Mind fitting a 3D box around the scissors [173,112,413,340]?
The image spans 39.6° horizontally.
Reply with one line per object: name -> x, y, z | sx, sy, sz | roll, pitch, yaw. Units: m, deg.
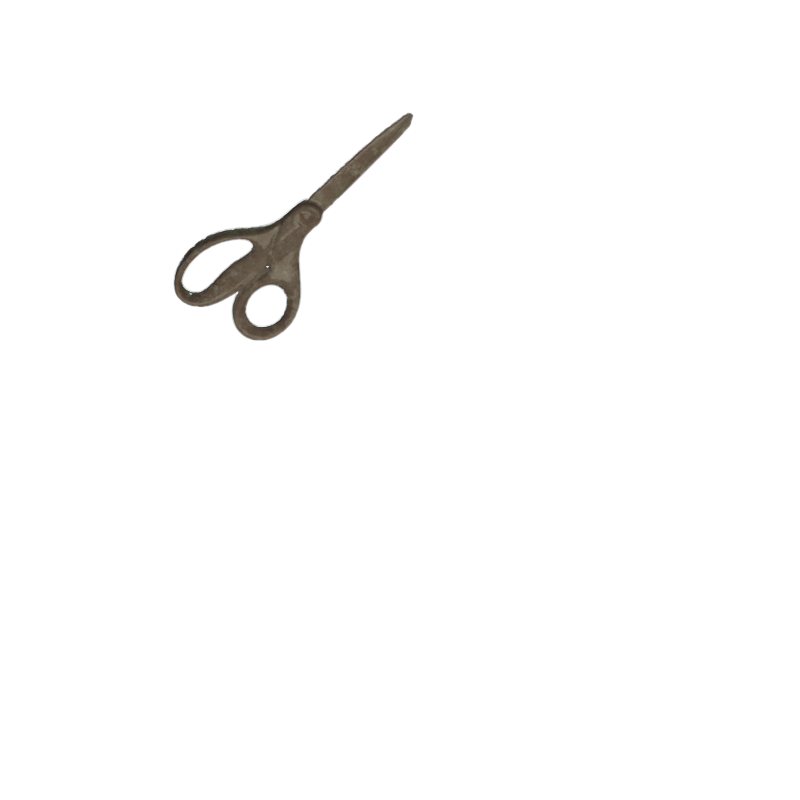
scissors -> -0.058, -0.106, 0.745 | 0.202, 0.090, 0.017 | -26, 26, 14
